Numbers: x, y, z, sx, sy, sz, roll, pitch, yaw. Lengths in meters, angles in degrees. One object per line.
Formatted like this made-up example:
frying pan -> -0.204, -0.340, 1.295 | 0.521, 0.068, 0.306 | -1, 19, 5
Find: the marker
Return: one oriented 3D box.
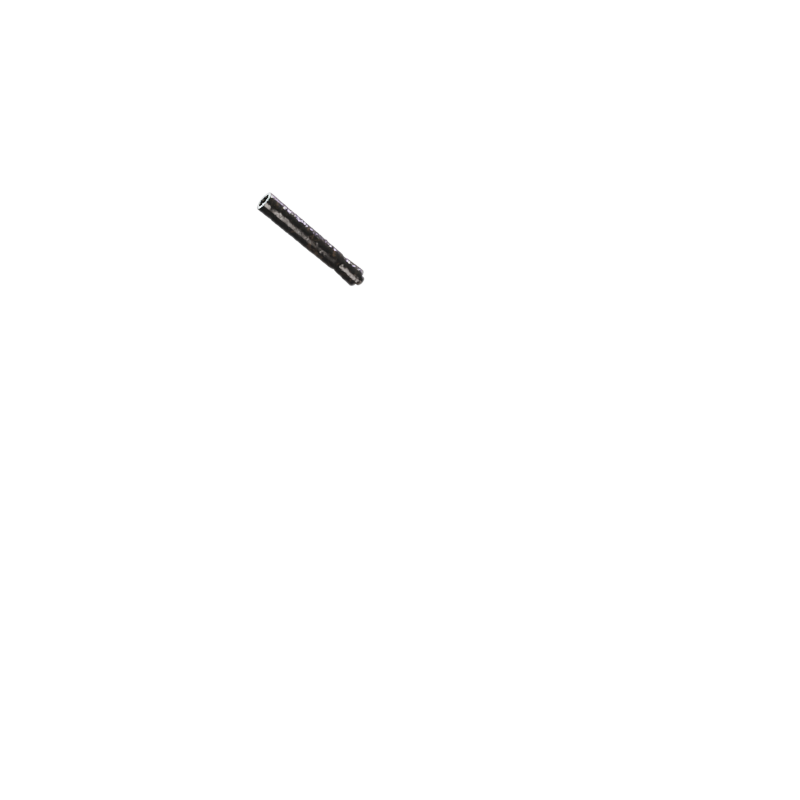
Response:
marker -> -0.078, -0.142, 0.996 | 0.115, 0.020, 0.020 | 38, -13, -20
